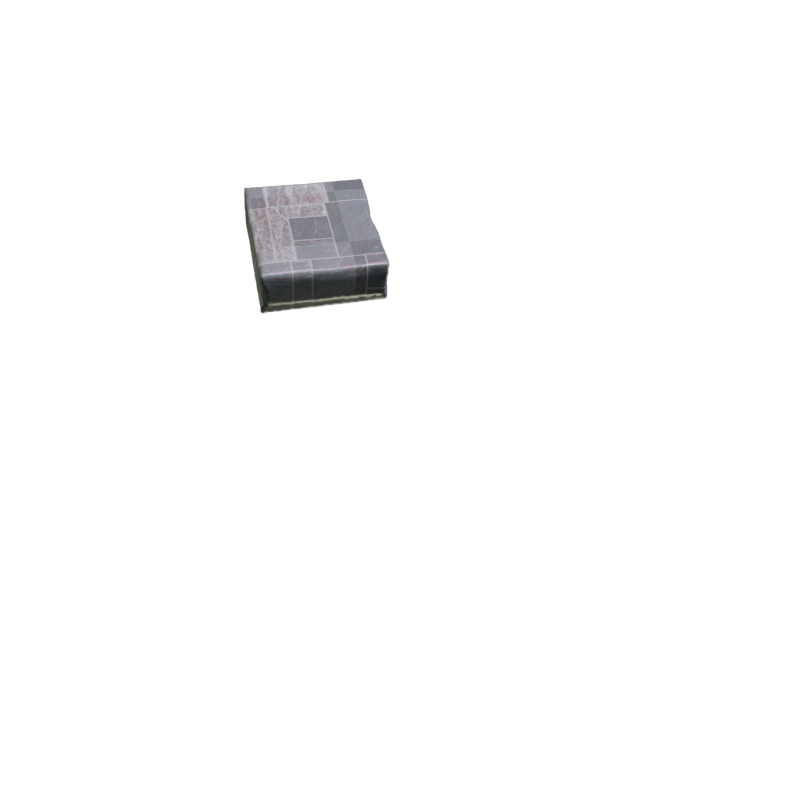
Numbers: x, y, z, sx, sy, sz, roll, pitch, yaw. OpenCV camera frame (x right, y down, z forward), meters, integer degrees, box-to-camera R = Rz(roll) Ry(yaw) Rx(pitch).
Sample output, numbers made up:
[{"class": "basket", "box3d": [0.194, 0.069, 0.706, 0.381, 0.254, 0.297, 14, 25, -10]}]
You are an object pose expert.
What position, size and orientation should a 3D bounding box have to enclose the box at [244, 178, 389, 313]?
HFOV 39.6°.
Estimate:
[{"class": "box", "box3d": [-0.051, -0.092, 0.647, 0.072, 0.028, 0.096, -7, 42, -8]}]
